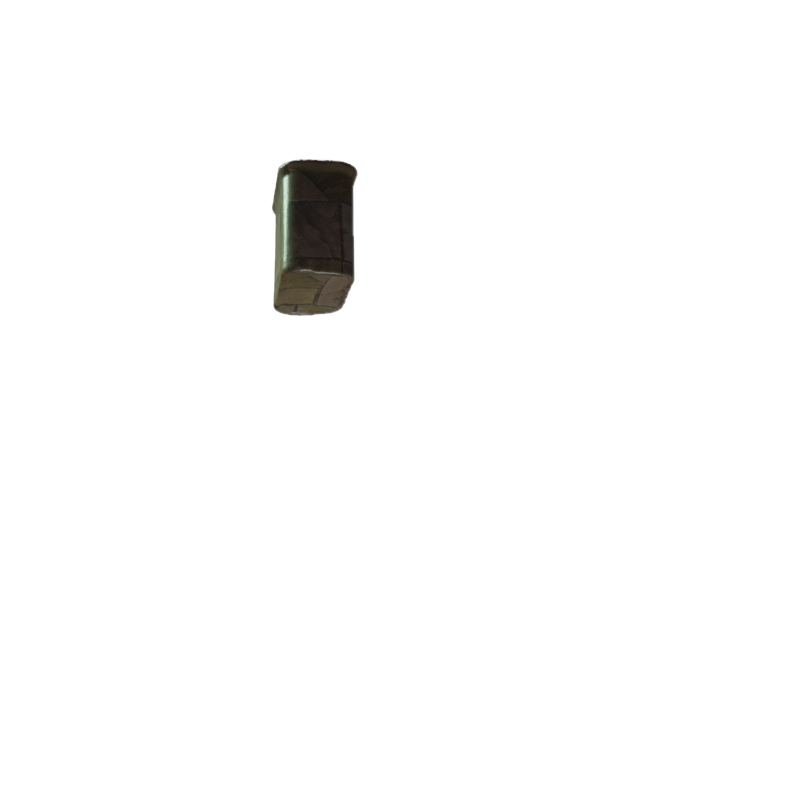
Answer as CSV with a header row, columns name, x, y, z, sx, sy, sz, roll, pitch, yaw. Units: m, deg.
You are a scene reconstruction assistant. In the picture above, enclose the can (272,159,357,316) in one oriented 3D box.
name,x,y,z,sx,sy,sz,roll,pitch,yaw
can,-0.063,-0.115,0.807,0.057,0.088,0.099,2,-17,-9
